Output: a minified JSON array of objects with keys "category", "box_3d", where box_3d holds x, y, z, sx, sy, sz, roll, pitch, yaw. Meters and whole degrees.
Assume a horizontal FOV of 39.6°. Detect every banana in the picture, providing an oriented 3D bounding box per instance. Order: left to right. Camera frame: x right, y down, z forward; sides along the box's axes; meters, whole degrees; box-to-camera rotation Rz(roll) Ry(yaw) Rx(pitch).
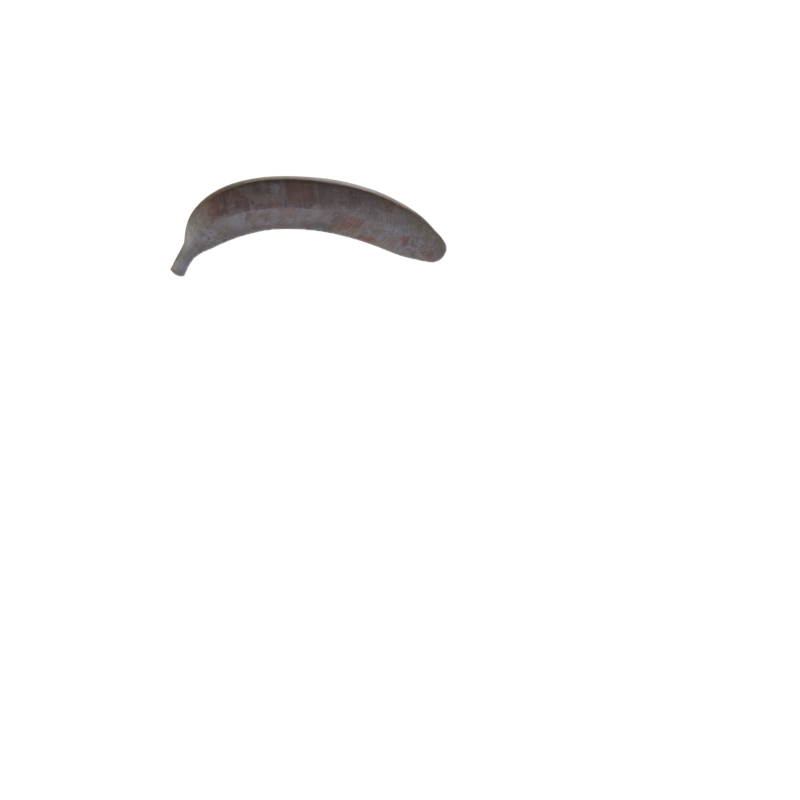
[{"category":"banana","box_3d":[-0.066,-0.127,0.784,0.198,0.065,0.039,-2,39,1]}]
